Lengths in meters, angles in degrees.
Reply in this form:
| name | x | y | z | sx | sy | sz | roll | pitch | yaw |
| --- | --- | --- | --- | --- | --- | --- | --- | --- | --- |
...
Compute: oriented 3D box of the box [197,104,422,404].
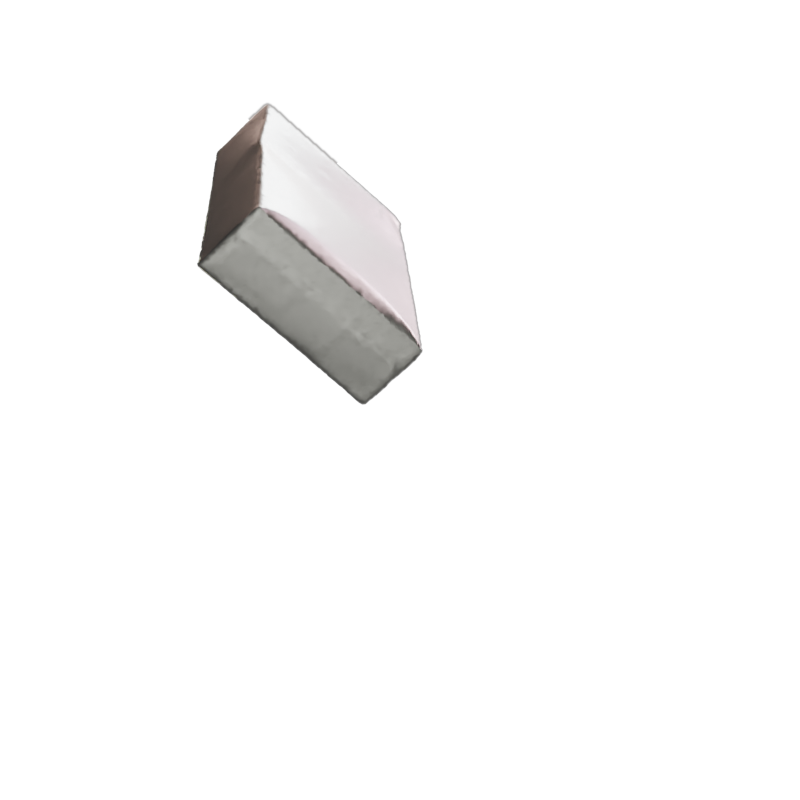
| name | x | y | z | sx | sy | sz | roll | pitch | yaw |
| --- | --- | --- | --- | --- | --- | --- | --- | --- | --- |
| box | -0.066 | -0.121 | 0.849 | 0.156 | 0.071 | 0.227 | 39 | 22 | -23 |
